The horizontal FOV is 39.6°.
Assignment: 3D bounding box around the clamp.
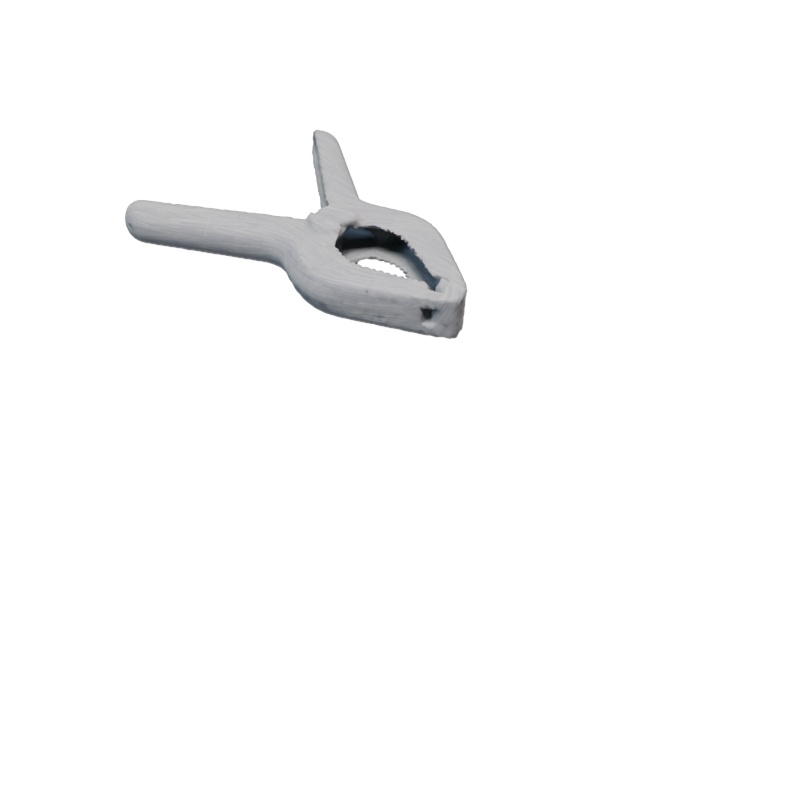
[{"bbox_3d":[-0.051,-0.093,0.651,0.163,0.034,0.226,-25,45,-28],"label":"clamp"}]
